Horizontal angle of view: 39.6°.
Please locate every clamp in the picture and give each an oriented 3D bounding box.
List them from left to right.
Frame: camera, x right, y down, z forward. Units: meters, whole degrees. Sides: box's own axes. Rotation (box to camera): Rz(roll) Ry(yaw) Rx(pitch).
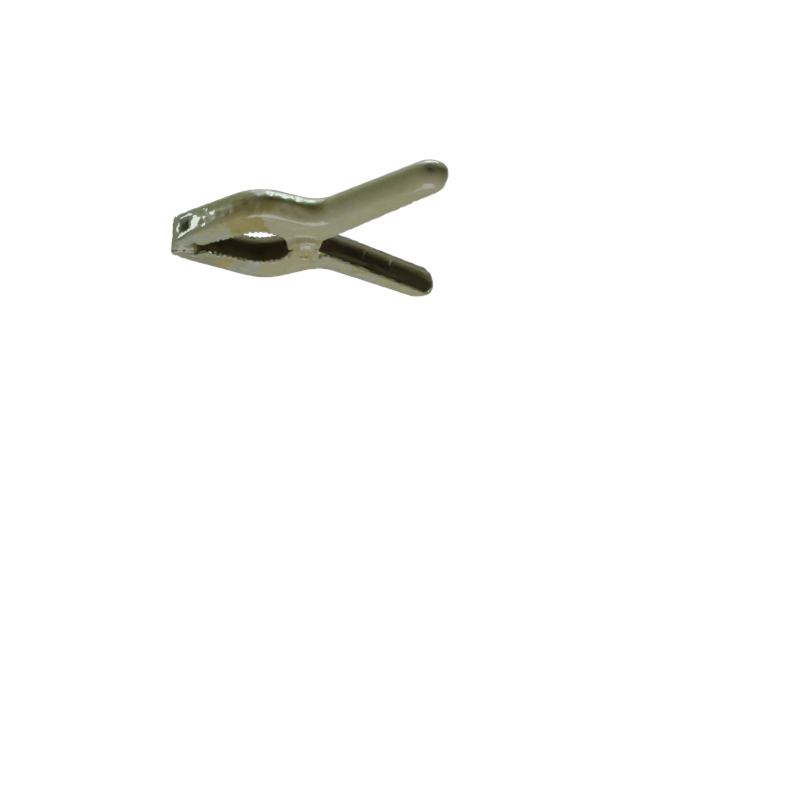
[{"bbox_3d":[-0.066,-0.120,0.842,0.211,0.039,0.153,-3,-28,6],"label":"clamp"}]
